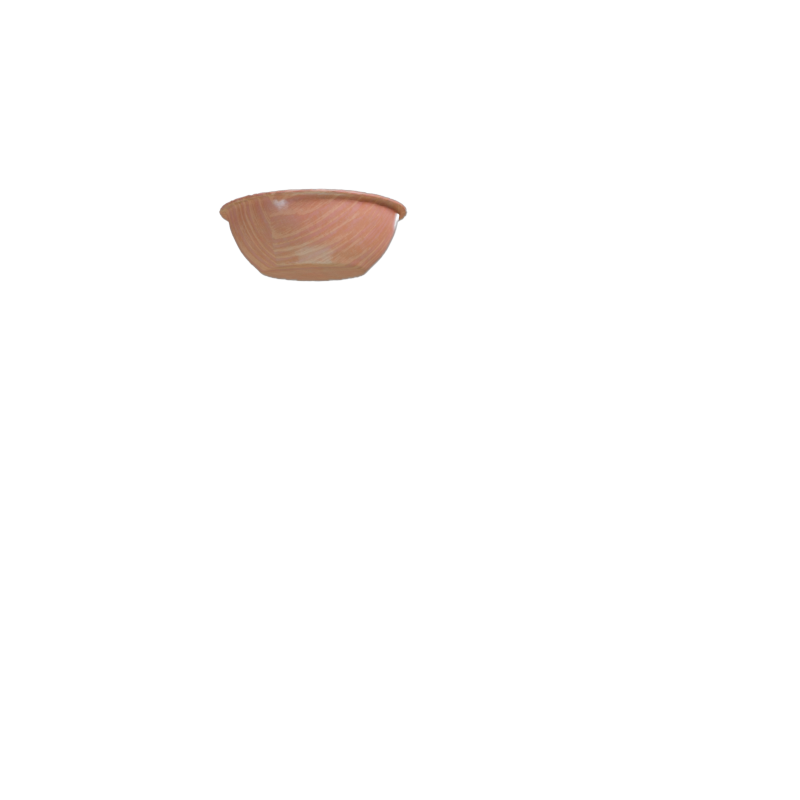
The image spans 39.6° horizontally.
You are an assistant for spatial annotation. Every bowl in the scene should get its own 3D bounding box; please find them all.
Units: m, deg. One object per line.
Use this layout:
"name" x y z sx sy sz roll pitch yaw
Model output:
"bowl" -0.074 -0.136 0.950 0.162 0.056 0.159 0 -4 -2
